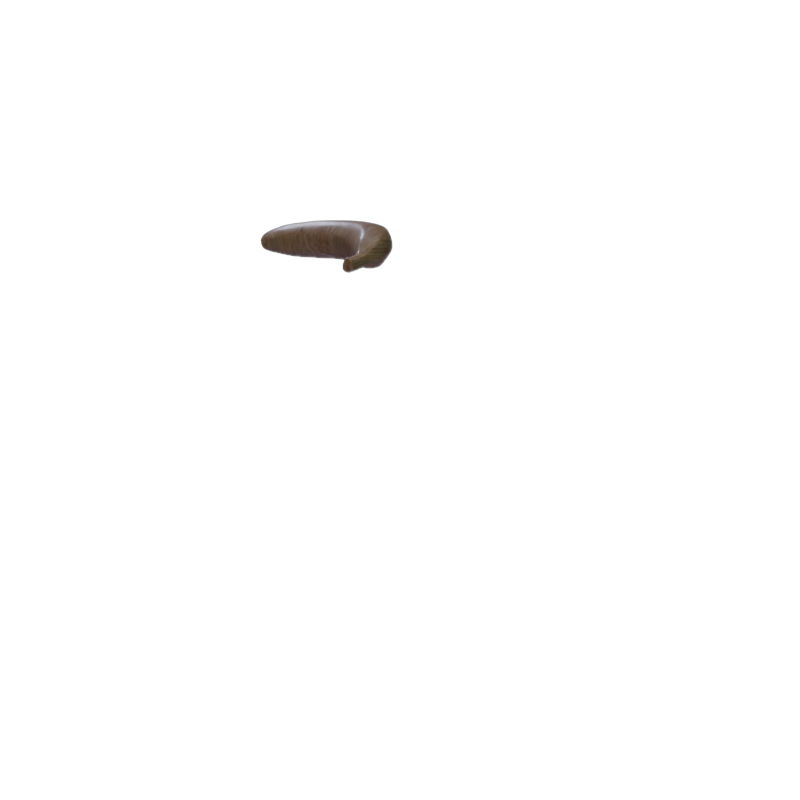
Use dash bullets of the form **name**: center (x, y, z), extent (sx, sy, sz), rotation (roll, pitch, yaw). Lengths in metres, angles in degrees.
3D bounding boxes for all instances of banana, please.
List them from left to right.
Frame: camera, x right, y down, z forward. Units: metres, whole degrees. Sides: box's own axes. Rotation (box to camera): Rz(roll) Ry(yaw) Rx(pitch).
- **banana**: center (-0.058, -0.139, 0.974), extent (0.068, 0.036, 0.207), rotation (-5, 13, -26)
